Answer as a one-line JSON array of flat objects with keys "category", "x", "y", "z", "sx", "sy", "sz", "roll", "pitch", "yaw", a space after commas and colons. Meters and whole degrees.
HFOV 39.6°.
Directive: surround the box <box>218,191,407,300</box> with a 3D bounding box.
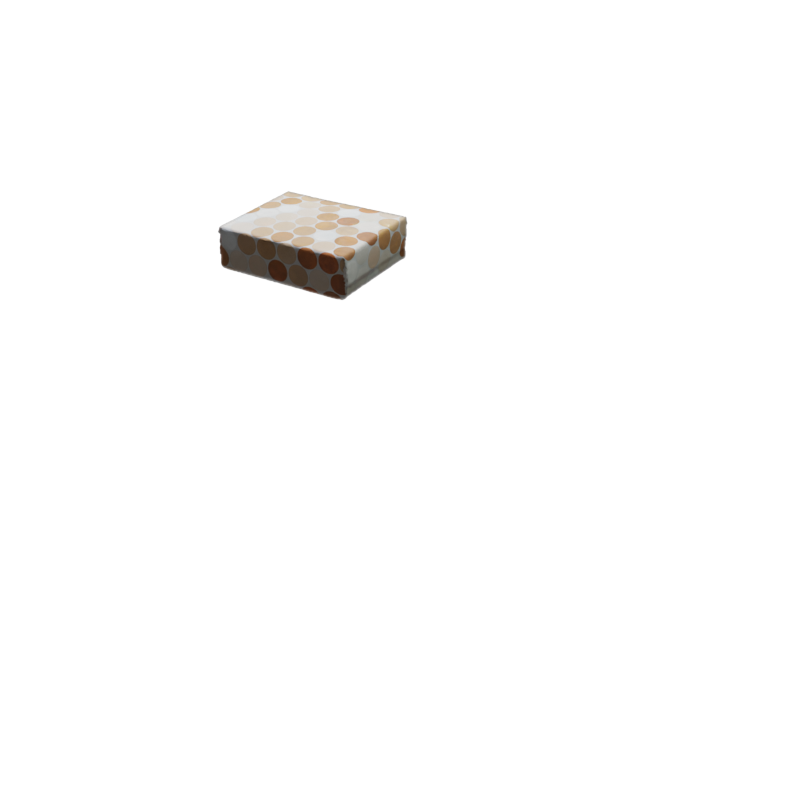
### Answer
[{"category": "box", "x": -0.065, "y": -0.118, "z": 0.827, "sx": 0.119, "sy": 0.037, "sz": 0.091, "roll": 18, "pitch": 35, "yaw": 27}]
